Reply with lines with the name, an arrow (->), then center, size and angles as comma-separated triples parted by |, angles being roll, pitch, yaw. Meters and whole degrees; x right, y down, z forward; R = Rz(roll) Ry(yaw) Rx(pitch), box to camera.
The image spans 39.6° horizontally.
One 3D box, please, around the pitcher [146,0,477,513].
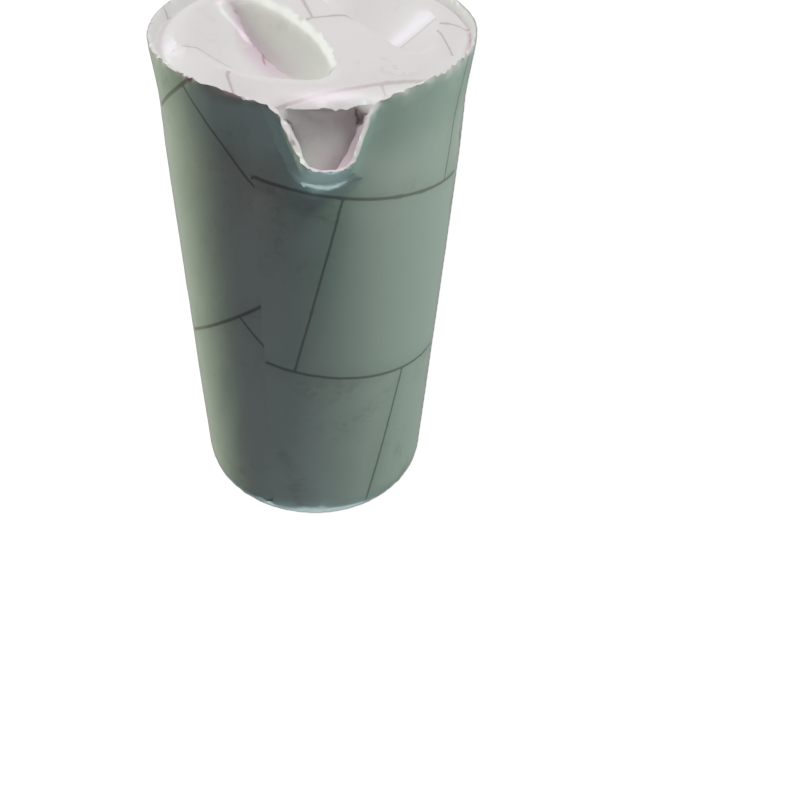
pitcher -> -0.041, -0.074, 0.522 | 0.153, 0.227, 0.151 | 27, 44, 28
